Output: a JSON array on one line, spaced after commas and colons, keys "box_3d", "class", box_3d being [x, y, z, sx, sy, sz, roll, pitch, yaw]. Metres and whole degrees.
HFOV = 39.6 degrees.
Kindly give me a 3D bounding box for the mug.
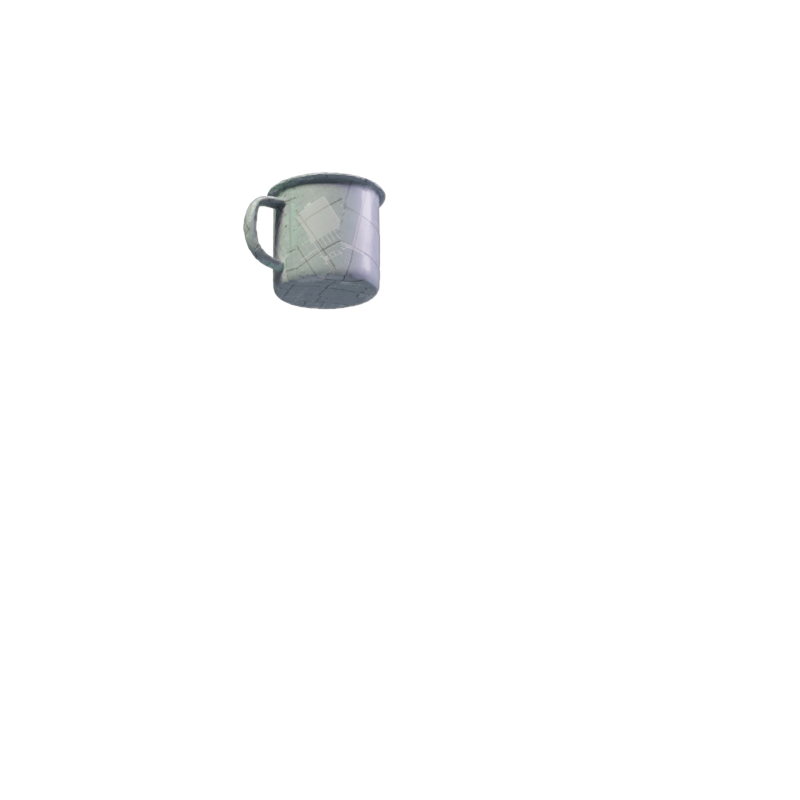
[{"box_3d": [-0.066, -0.121, 0.846, 0.111, 0.085, 0.094, 11, -20, -35], "class": "mug"}]
